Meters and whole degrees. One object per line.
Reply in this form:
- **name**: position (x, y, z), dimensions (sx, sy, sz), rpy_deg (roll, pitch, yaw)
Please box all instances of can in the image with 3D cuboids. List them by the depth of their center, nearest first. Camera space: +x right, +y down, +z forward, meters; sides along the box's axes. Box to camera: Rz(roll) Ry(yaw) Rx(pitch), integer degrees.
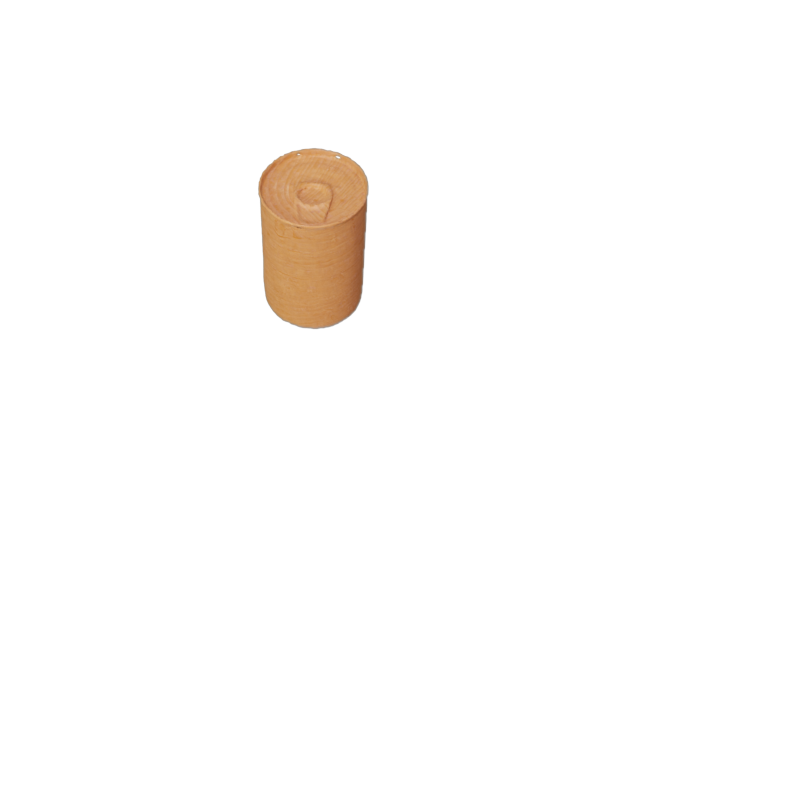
- **can**: position (-0.056, -0.102, 0.715), dimensions (0.068, 0.073, 0.095), rpy_deg (0, -38, -3)
